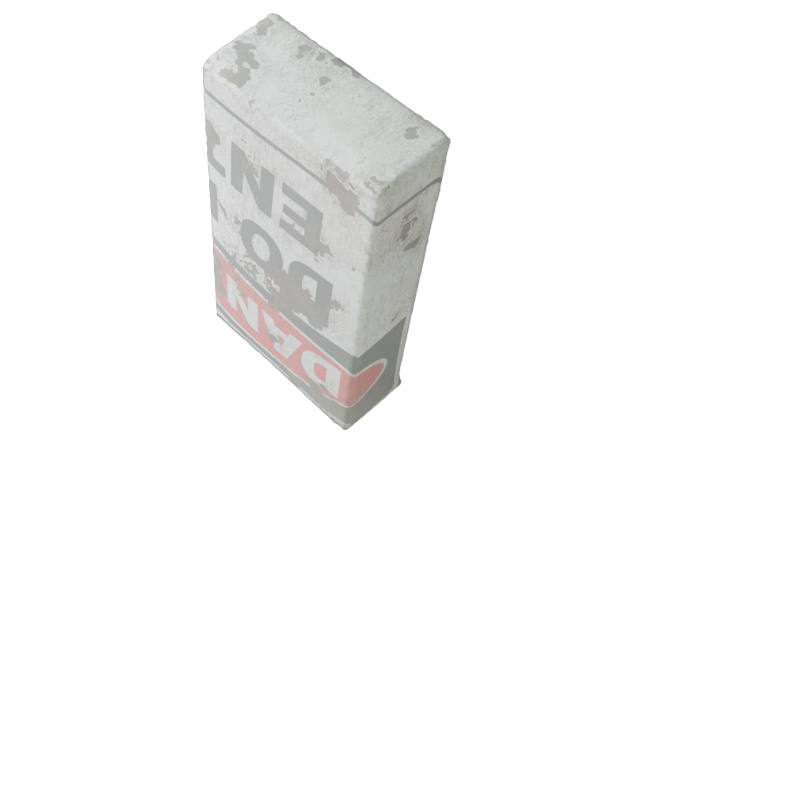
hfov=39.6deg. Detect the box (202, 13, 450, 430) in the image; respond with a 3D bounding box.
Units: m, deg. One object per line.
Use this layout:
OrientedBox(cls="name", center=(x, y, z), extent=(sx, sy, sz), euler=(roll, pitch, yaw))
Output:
OrientedBox(cls="box", center=(-0.037, -0.067, 0.467), extent=(0.049, 0.098, 0.165), euler=(-41, -20, -23))
